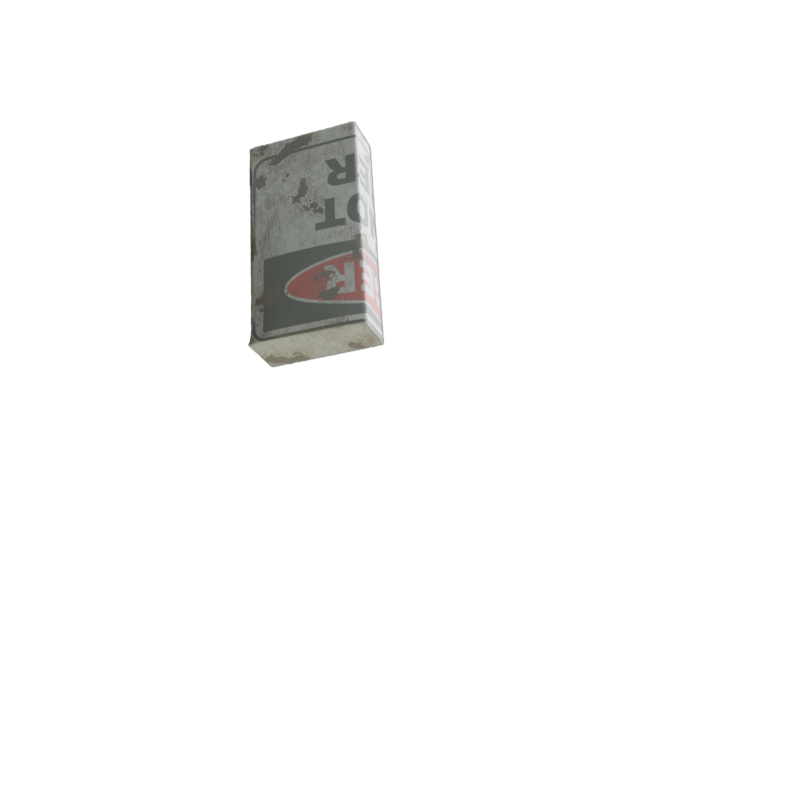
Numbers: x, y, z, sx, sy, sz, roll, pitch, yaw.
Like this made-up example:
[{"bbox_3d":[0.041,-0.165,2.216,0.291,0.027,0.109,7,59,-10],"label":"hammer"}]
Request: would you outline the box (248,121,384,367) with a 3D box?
[{"bbox_3d":[-0.065,-0.119,0.836,0.094,0.188,0.044,-12,-32,17],"label":"box"}]
